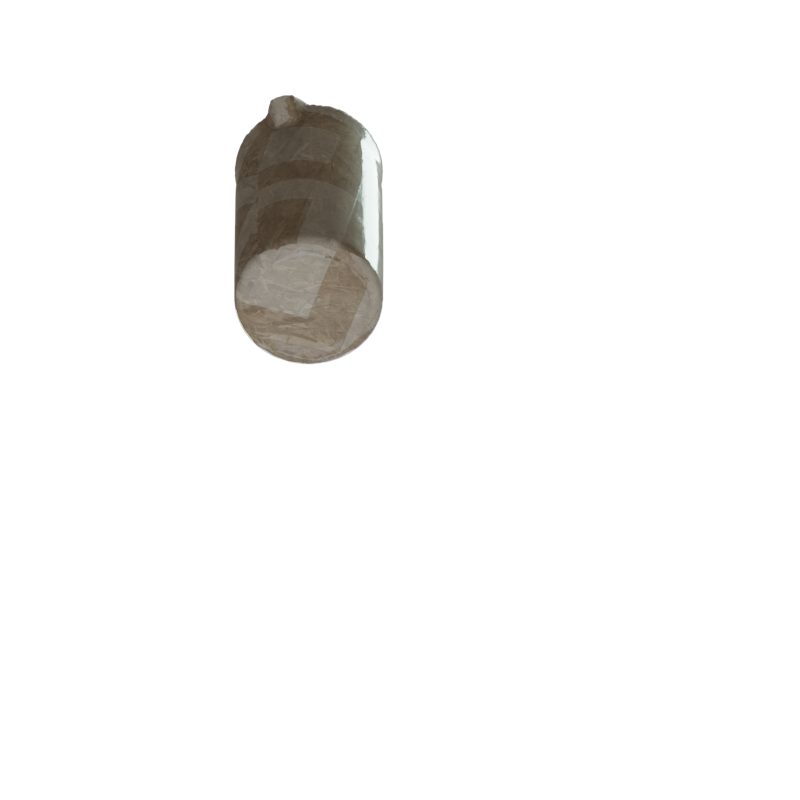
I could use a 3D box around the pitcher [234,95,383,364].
[{"bbox_3d":[-0.071,-0.129,0.903,0.144,0.141,0.259,25,28,-18],"label":"pitcher"}]
